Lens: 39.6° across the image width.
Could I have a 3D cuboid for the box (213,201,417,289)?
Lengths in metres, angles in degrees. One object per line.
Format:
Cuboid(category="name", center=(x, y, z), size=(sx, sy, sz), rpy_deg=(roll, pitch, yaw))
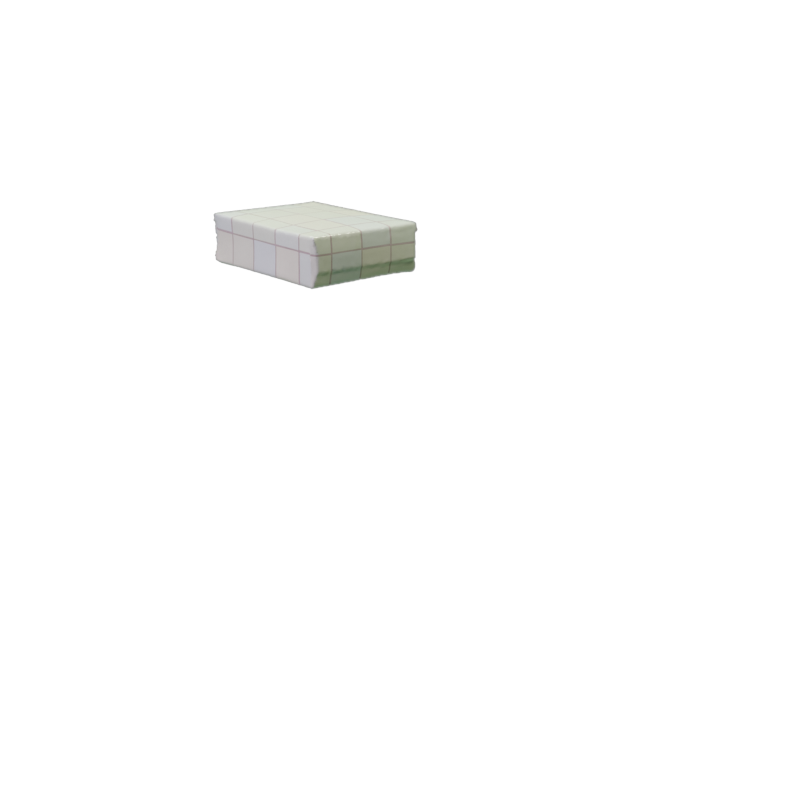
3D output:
Cuboid(category="box", center=(-0.058, -0.107, 0.748), size=(0.087, 0.038, 0.120), rpy_deg=(-13, 20, -39))
